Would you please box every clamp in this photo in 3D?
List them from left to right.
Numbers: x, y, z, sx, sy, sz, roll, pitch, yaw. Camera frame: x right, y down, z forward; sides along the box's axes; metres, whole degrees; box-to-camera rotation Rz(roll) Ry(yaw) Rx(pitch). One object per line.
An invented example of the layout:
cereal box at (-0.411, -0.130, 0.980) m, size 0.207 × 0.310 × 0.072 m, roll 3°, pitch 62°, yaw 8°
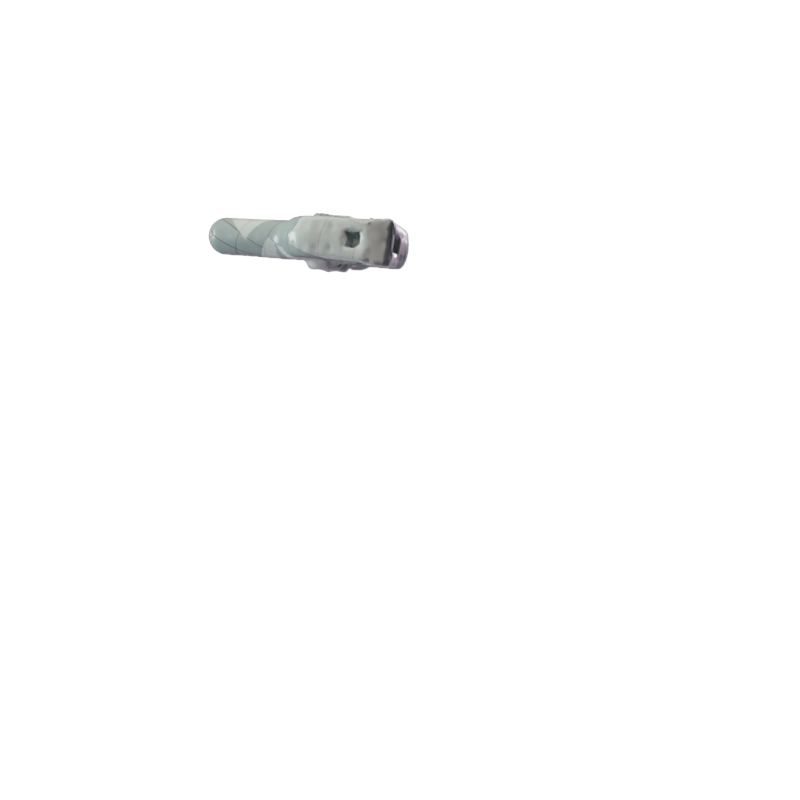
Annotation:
clamp at (-0.055, -0.101, 0.706) m, size 0.118 × 0.039 × 0.174 m, roll -1°, pitch 4°, yaw -15°
